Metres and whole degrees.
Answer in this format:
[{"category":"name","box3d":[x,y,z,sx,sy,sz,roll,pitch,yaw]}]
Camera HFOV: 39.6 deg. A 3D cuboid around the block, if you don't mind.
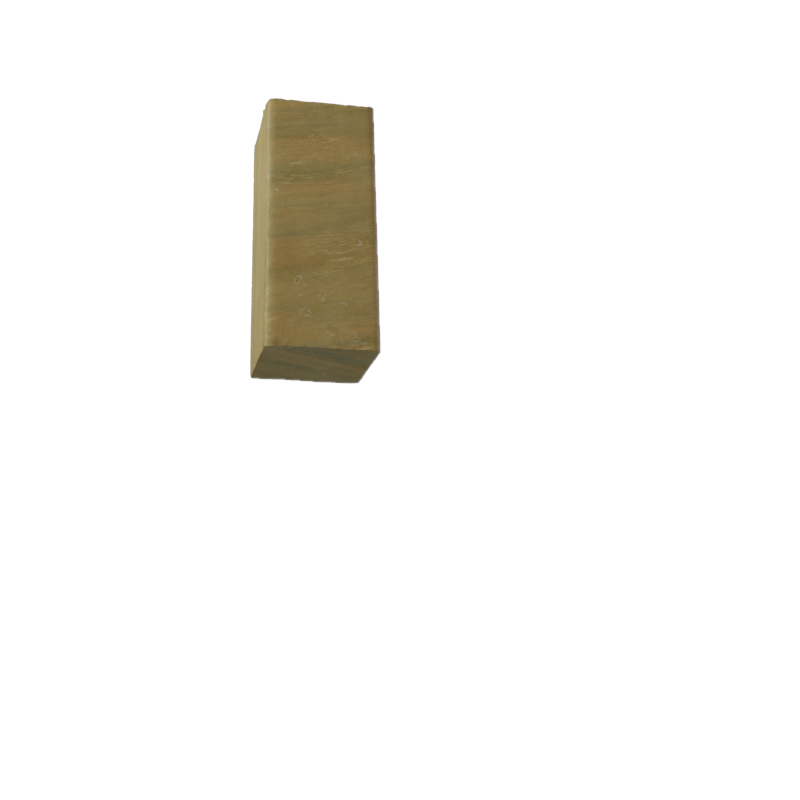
[{"category":"block","box3d":[-0.070,-0.126,0.886,0.089,0.217,0.088,3,-22,-12]}]
